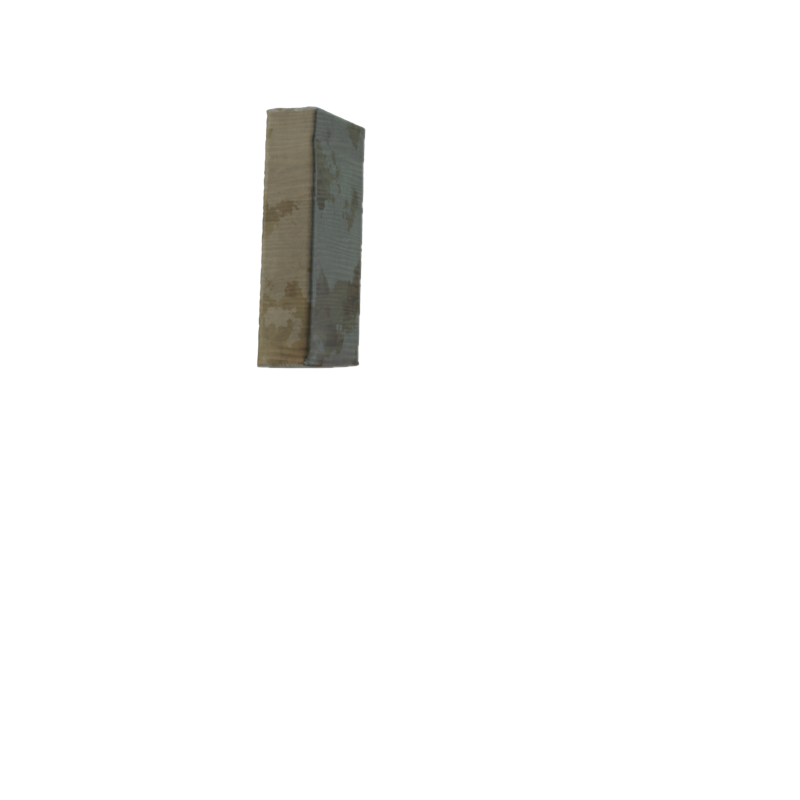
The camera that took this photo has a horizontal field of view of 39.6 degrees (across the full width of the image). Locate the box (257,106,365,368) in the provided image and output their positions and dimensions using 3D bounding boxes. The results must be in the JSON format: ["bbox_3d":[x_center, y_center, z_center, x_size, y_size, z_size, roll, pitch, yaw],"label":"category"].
[{"bbox_3d":[-0.061,-0.111,0.780,0.049,0.178,0.090,-2,-4,21],"label":"box"}]
